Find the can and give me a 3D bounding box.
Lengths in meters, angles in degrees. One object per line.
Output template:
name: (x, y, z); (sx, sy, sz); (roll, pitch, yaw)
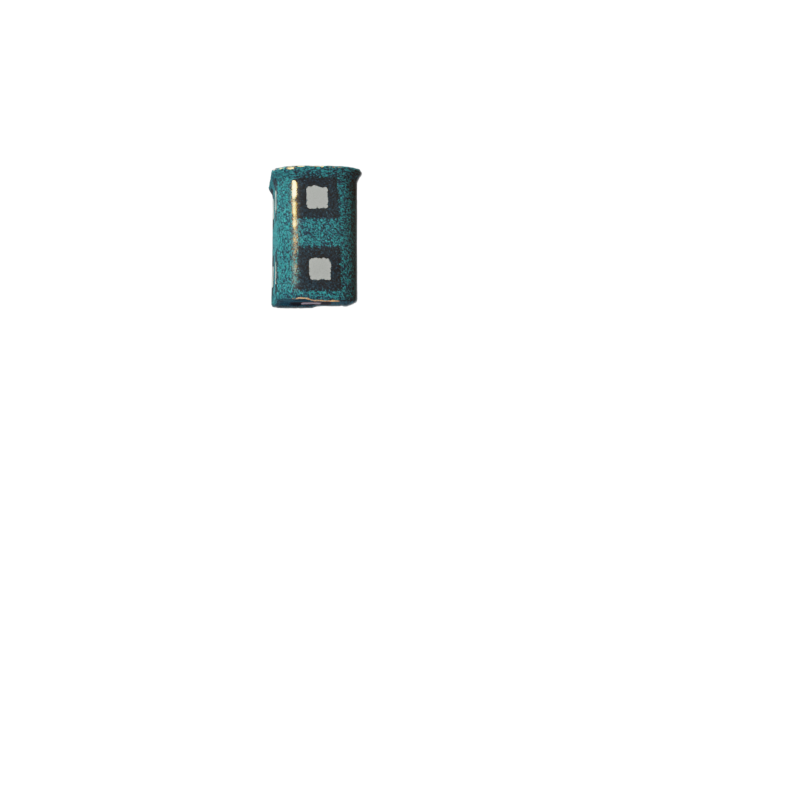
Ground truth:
can: (-0.057, -0.104, 0.727); (0.057, 0.085, 0.102); (0, -1, -7)
